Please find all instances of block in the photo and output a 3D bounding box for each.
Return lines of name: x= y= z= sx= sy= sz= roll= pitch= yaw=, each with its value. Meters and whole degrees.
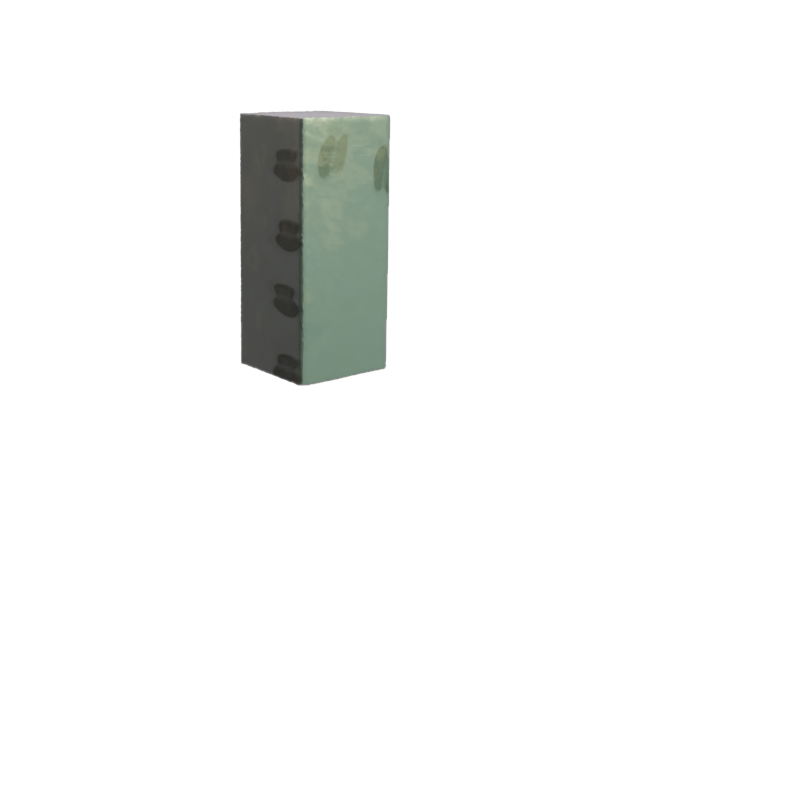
block: x=-0.069 y=-0.128 z=0.894 sx=0.088 sy=0.201 sz=0.095 roll=-8 pitch=13 yaw=-39
